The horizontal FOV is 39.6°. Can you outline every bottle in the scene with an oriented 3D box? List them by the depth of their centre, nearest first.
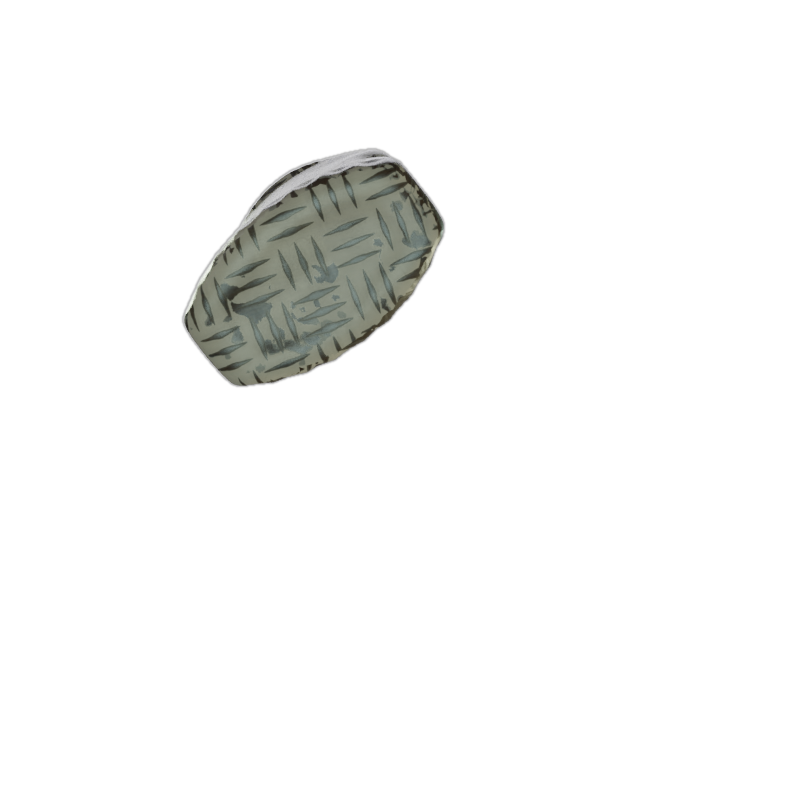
[{"bbox_3d":[-0.036,-0.067,0.470,0.096,0.057,0.197,-38,14,6],"label":"bottle"}]
